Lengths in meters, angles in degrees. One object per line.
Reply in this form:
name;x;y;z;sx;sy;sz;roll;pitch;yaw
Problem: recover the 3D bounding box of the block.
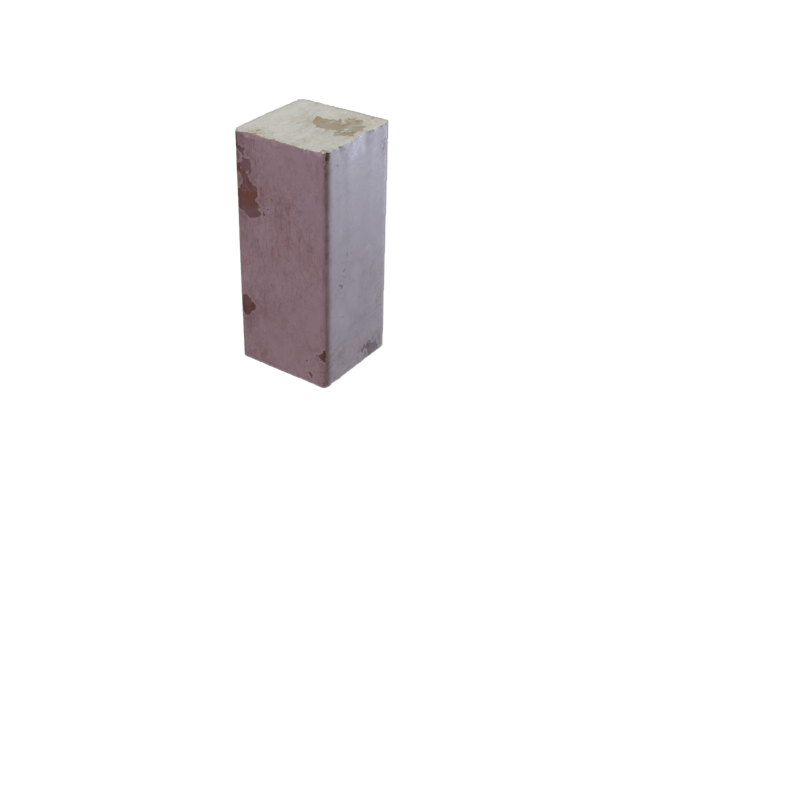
block;-0.072;-0.129;0.907;0.096;0.194;0.091;20;34;29
